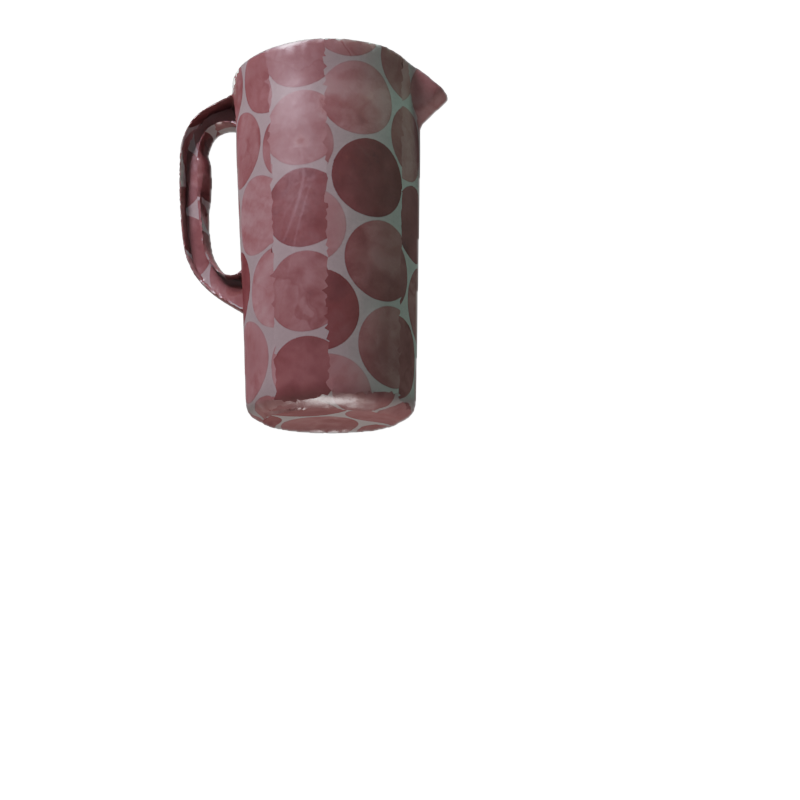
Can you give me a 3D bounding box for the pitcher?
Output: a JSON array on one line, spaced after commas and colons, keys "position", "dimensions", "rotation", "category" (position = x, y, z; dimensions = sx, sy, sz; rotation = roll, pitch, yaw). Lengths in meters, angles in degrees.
[{"position": [-0.058, -0.106, 0.741], "dimensions": [0.138, 0.253, 0.150], "rotation": [10, -20, -32], "category": "pitcher"}]
